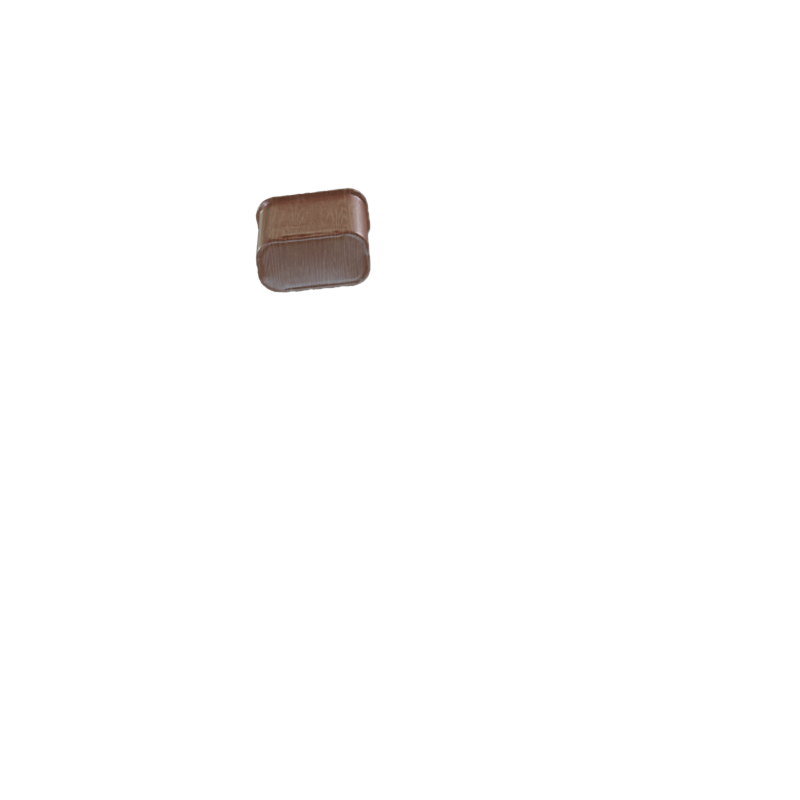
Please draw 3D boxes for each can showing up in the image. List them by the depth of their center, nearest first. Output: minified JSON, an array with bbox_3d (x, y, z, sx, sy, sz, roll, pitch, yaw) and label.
[{"bbox_3d":[-0.076,-0.138,0.968,0.102,0.054,0.089,-6,33,2],"label":"can"}]
